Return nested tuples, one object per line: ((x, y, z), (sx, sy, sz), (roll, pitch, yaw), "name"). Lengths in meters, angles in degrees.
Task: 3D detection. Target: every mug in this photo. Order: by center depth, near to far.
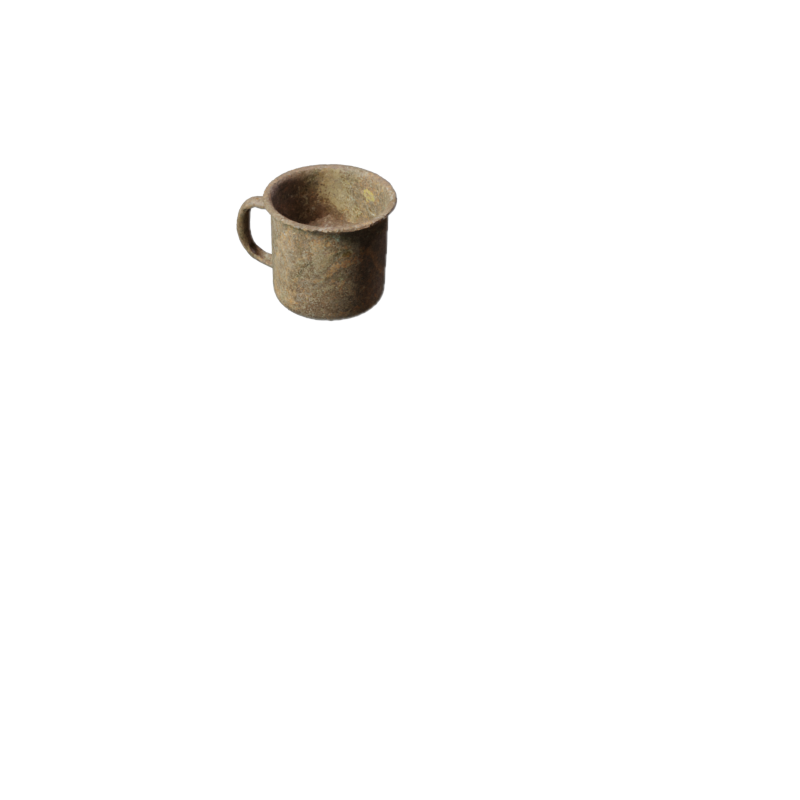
((-0.062, -0.113, 0.789), (0.120, 0.076, 0.097), (11, 38, 13), "mug")
